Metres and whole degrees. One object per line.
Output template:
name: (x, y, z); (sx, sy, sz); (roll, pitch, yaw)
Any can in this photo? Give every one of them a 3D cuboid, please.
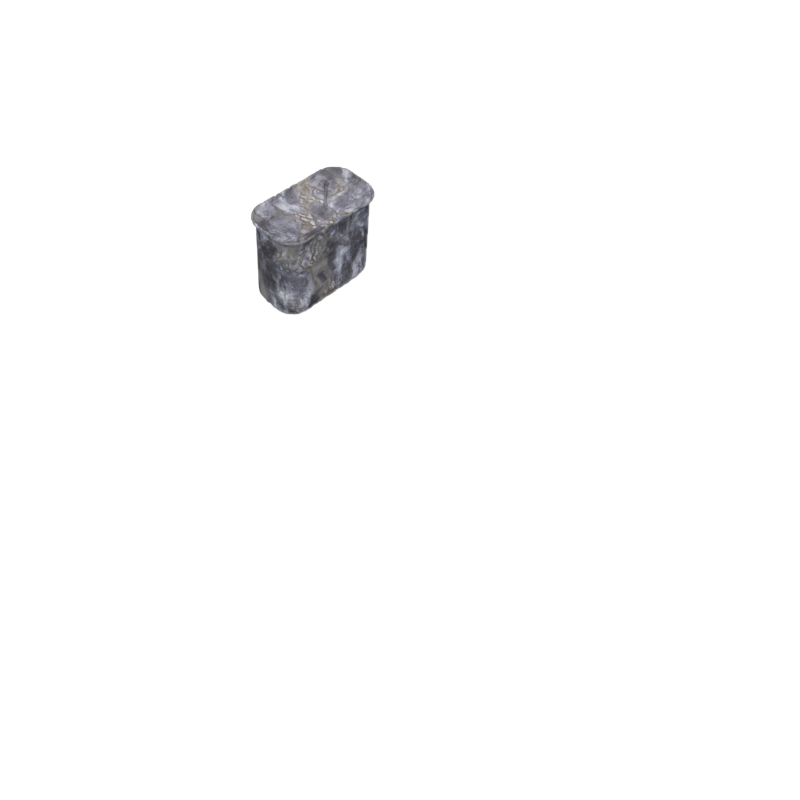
can: (-0.071, -0.130, 0.910); (0.102, 0.078, 0.061); (-35, 57, -30)
